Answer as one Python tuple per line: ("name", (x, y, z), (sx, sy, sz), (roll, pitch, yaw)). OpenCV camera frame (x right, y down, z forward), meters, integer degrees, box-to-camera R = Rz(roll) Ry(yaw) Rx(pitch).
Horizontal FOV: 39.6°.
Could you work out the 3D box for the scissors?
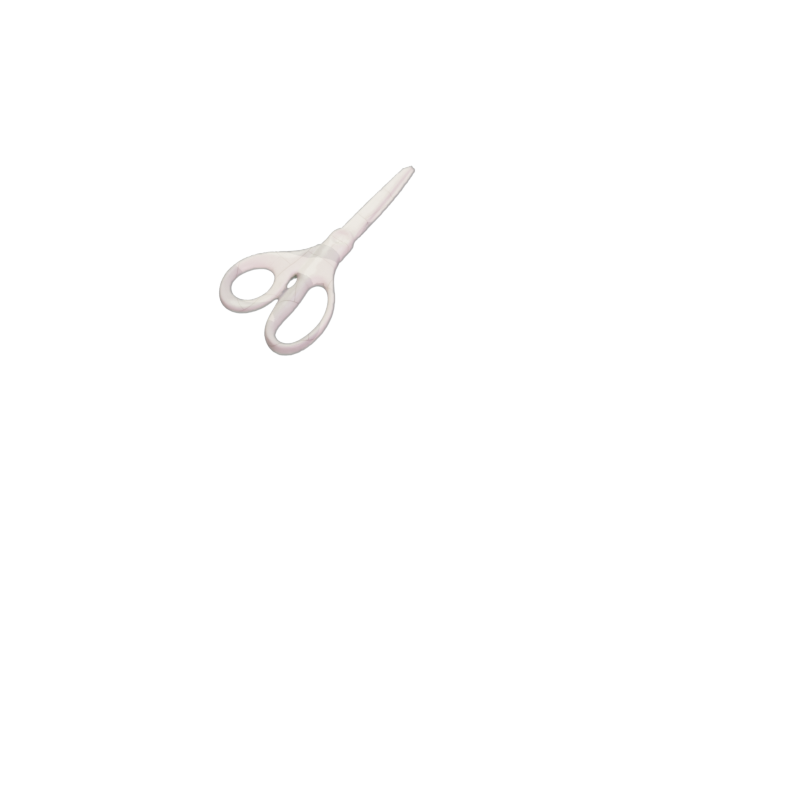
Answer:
("scissors", (-0.066, -0.121, 0.847), (0.098, 0.211, 0.015), (16, -34, 11))
